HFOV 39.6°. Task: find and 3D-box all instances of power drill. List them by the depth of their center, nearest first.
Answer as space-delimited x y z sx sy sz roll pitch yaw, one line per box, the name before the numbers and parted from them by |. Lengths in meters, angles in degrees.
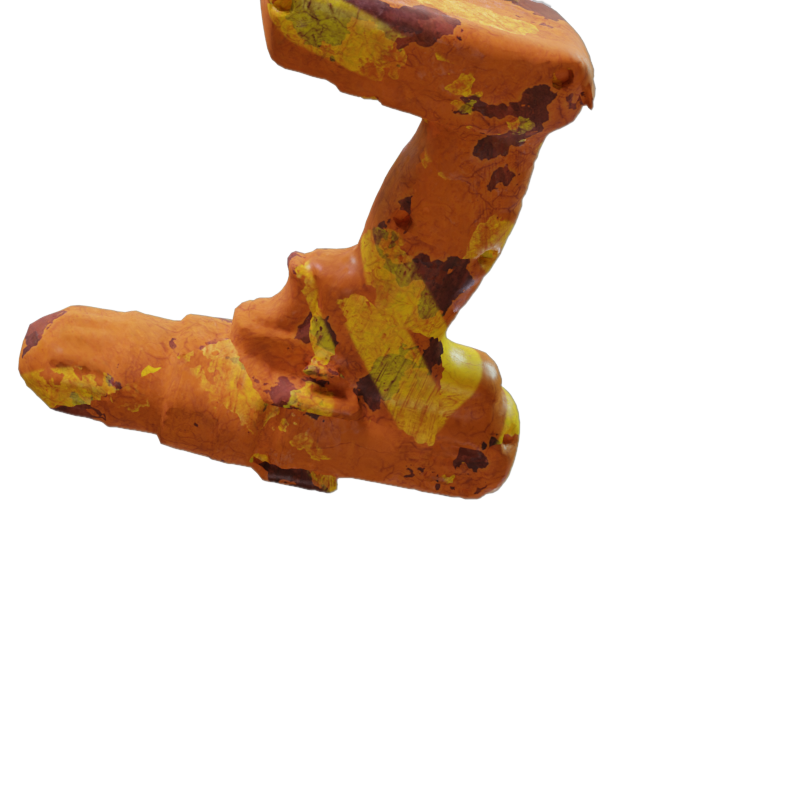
power drill | -0.029 -0.054 0.376 0.182 0.178 0.061 12 33 -8
